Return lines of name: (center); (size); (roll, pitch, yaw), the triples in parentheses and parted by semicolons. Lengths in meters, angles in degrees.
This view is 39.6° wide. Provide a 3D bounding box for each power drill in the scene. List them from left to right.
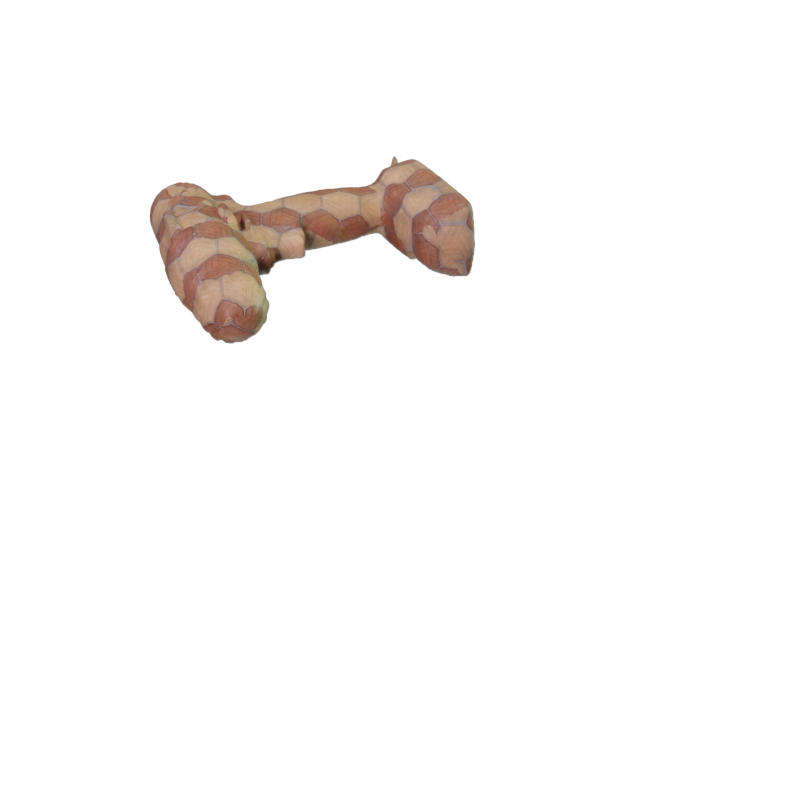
power drill: (-0.054, -0.098, 0.684); (0.185, 0.054, 0.198); (-9, 31, -16)
